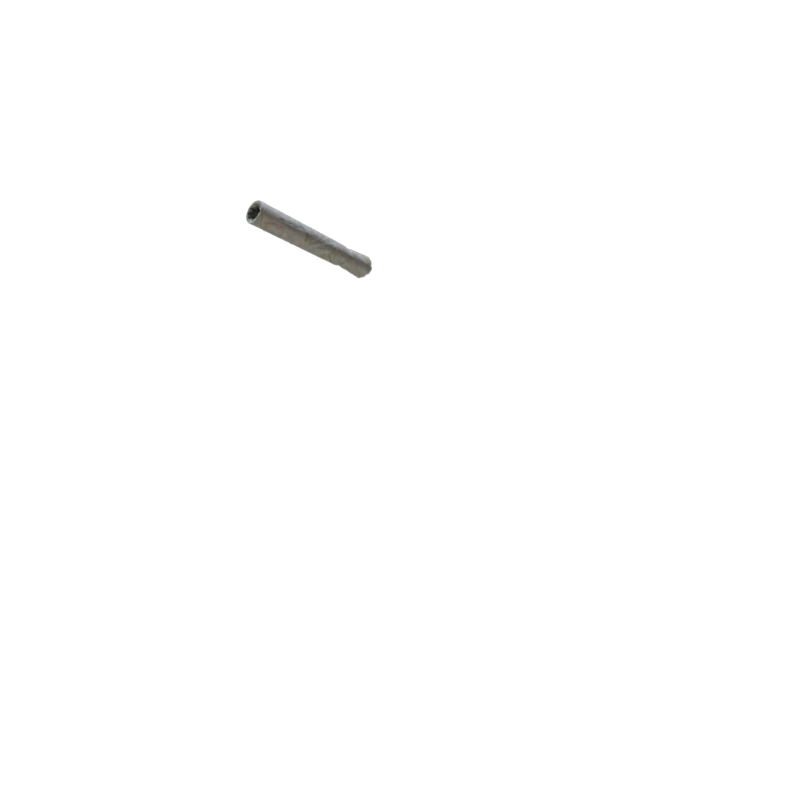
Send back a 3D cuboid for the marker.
[{"bbox_3d":[-0.067,-0.121,0.850,0.113,0.020,0.021,23,-12,-38],"label":"marker"}]
